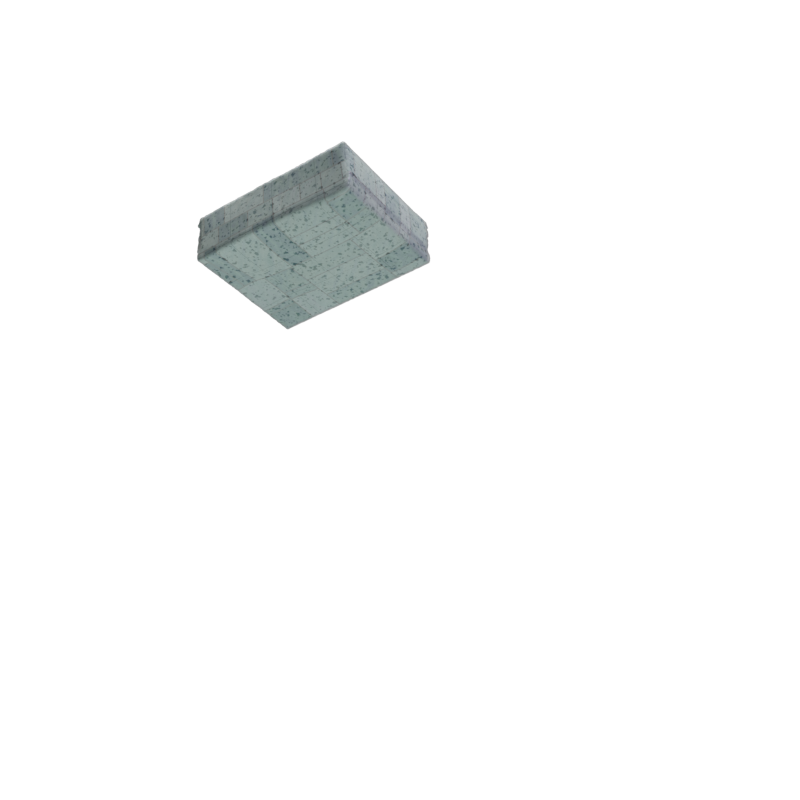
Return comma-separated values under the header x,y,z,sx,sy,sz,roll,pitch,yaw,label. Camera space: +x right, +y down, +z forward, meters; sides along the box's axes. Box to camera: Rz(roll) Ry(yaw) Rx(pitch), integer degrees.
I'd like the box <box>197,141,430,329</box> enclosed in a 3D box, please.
x,y,z,sx,sy,sz,roll,pitch,yaw,label
-0.053,-0.096,0.670,0.114,0.042,0.083,-21,-39,28,box
